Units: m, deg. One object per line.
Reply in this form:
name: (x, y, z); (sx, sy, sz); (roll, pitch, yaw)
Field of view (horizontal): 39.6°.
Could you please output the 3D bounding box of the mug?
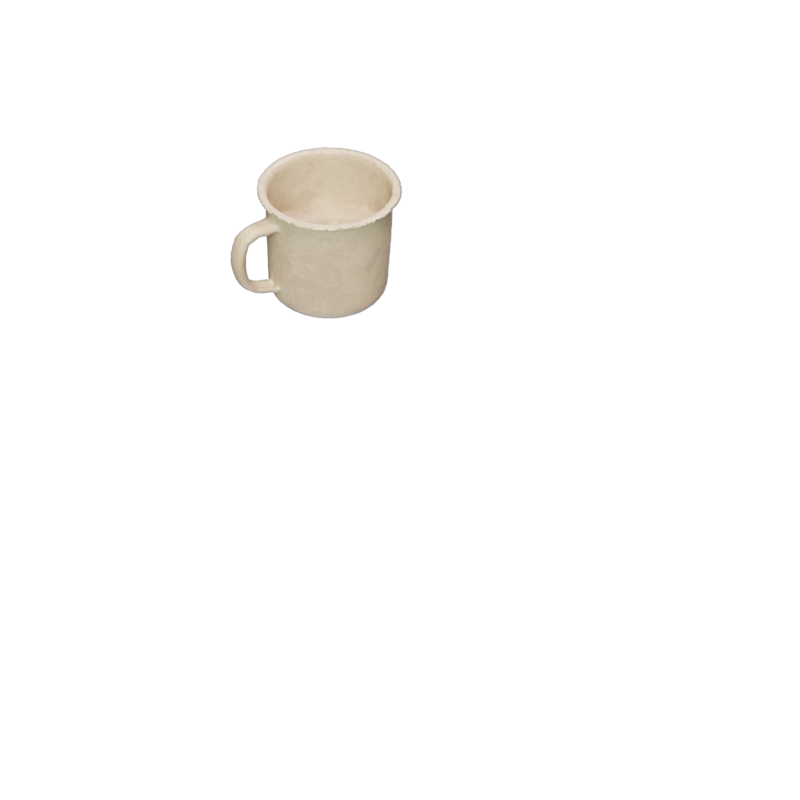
mug: (-0.057, -0.104, 0.728); (0.116, 0.076, 0.100); (-24, 47, -26)
